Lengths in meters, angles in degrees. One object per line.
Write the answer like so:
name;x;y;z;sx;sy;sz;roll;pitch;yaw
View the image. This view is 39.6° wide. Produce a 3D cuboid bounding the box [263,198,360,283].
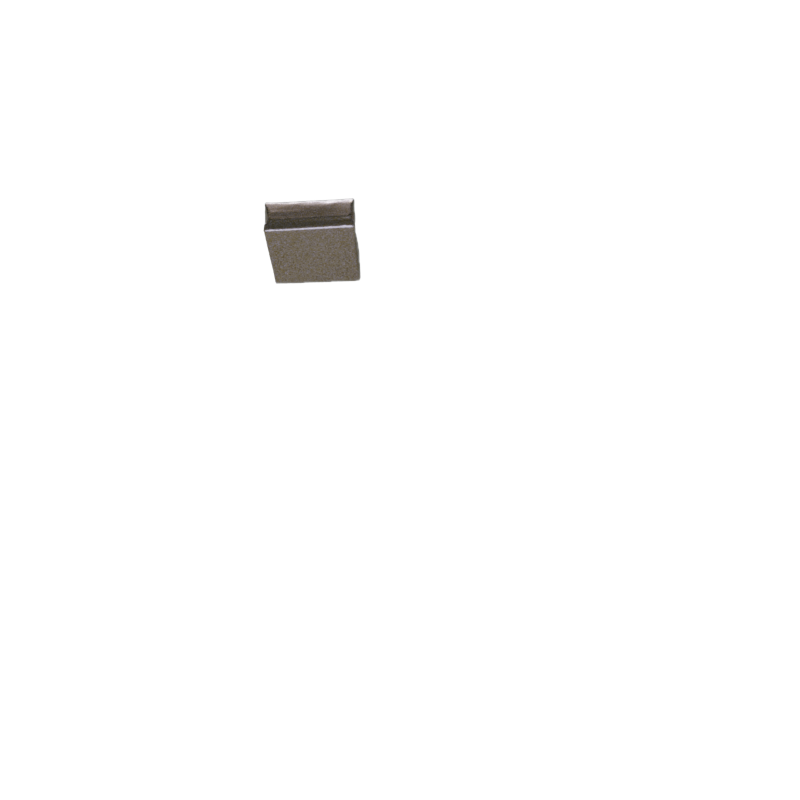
box;-0.072;-0.131;0.916;0.073;0.032;0.083;-2;-28;2
